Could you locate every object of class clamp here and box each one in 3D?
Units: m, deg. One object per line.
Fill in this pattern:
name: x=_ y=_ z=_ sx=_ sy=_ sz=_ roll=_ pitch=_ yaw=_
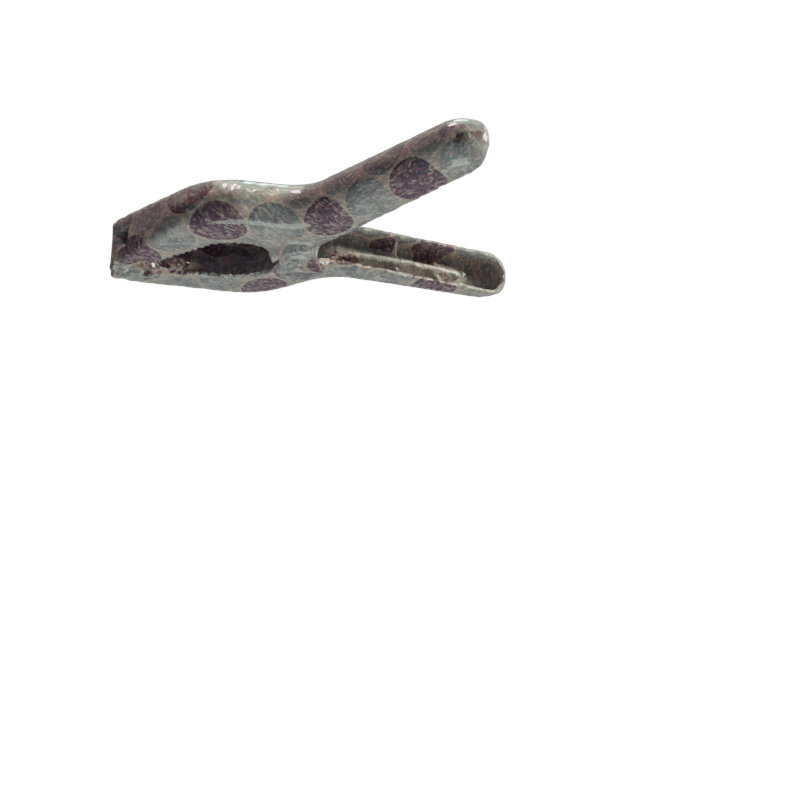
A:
clamp: x=-0.045 y=-0.082 z=0.574 sx=0.213 sy=0.038 sz=0.154 roll=-6 pitch=-21 yaw=16
